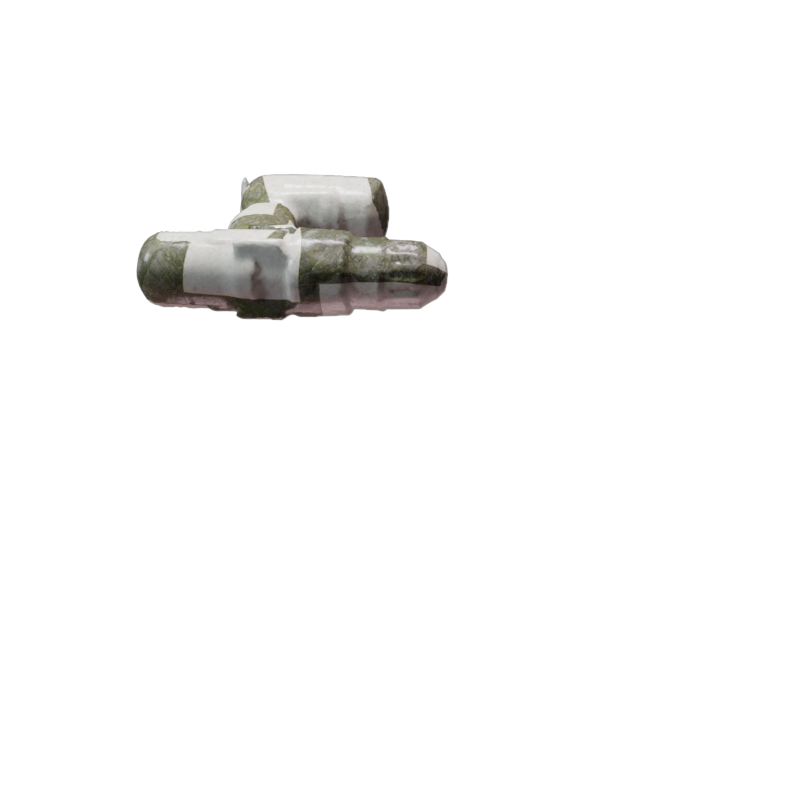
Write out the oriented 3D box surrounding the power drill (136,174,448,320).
[{"bbox_3d":[-0.056,-0.102,0.715,0.187,0.055,0.192,3,20,9],"label":"power drill"}]
